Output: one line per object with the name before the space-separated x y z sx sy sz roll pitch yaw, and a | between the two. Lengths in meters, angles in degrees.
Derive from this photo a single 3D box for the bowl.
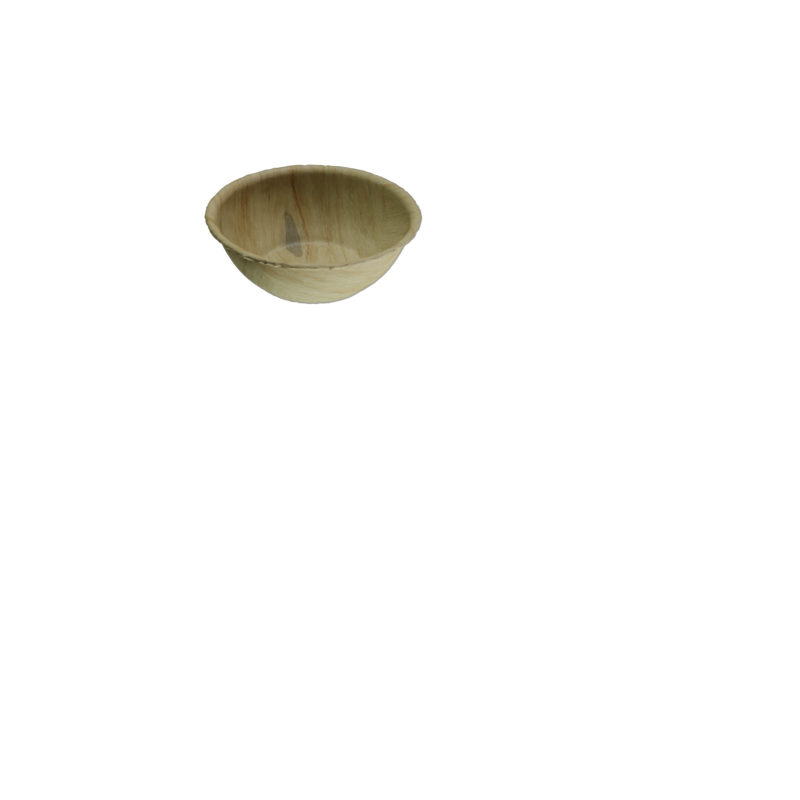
bowl | -0.066 -0.120 0.840 0.162 0.052 0.173 -1 35 -2
